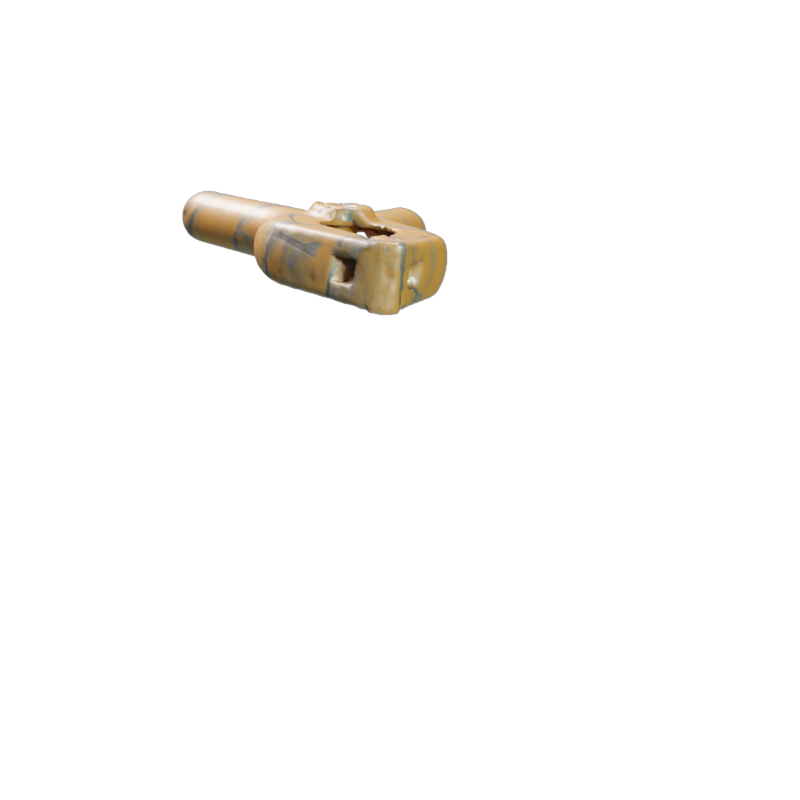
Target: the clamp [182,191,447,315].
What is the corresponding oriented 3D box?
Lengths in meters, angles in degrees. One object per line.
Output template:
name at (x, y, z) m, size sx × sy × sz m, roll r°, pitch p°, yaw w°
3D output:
clamp at (-0.038, -0.069, 0.481) m, size 0.119 × 0.038 × 0.176 m, roll -1°, pitch 13°, yaw -6°
